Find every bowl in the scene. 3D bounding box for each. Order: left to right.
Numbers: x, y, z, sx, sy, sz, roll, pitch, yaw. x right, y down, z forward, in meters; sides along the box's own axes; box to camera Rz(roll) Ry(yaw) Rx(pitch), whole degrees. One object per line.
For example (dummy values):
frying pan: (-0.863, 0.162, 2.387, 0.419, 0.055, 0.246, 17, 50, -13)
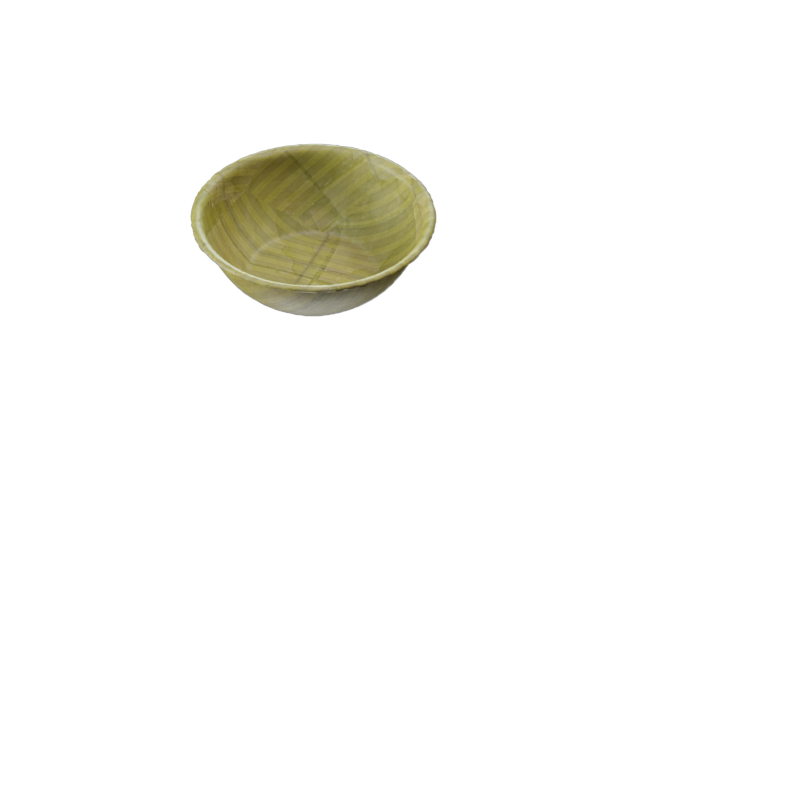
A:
bowl: (-0.058, -0.107, 0.746, 0.162, 0.051, 0.174, -1, 43, -1)
